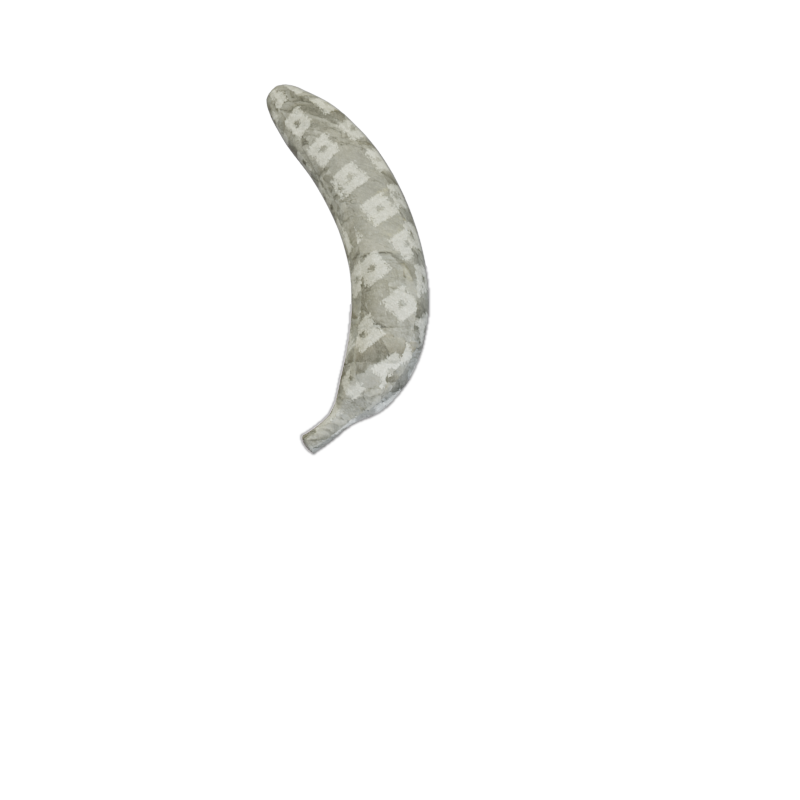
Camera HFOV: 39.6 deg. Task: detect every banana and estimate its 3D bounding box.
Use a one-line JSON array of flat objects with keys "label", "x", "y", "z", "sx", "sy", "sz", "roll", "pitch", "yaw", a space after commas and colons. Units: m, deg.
[{"label": "banana", "x": -0.024, "y": -0.076, "z": 0.547, "sx": 0.069, "sy": 0.209, "sz": 0.035, "roll": -6, "pitch": -24, "yaw": -4}]
